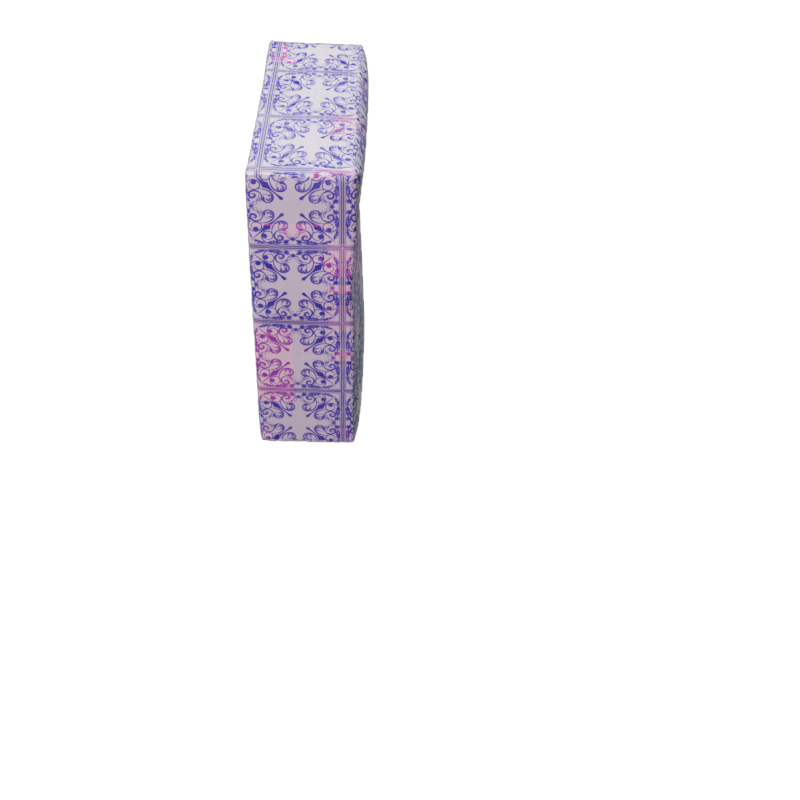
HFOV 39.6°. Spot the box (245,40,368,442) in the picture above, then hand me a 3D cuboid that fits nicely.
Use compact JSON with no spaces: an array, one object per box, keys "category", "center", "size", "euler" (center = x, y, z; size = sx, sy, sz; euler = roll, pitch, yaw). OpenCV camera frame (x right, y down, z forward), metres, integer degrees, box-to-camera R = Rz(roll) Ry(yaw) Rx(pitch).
[{"category":"box","center":[-0.057,-0.104,0.731],"size":[0.072,0.199,0.176],"euler":[2,40,-2]}]
